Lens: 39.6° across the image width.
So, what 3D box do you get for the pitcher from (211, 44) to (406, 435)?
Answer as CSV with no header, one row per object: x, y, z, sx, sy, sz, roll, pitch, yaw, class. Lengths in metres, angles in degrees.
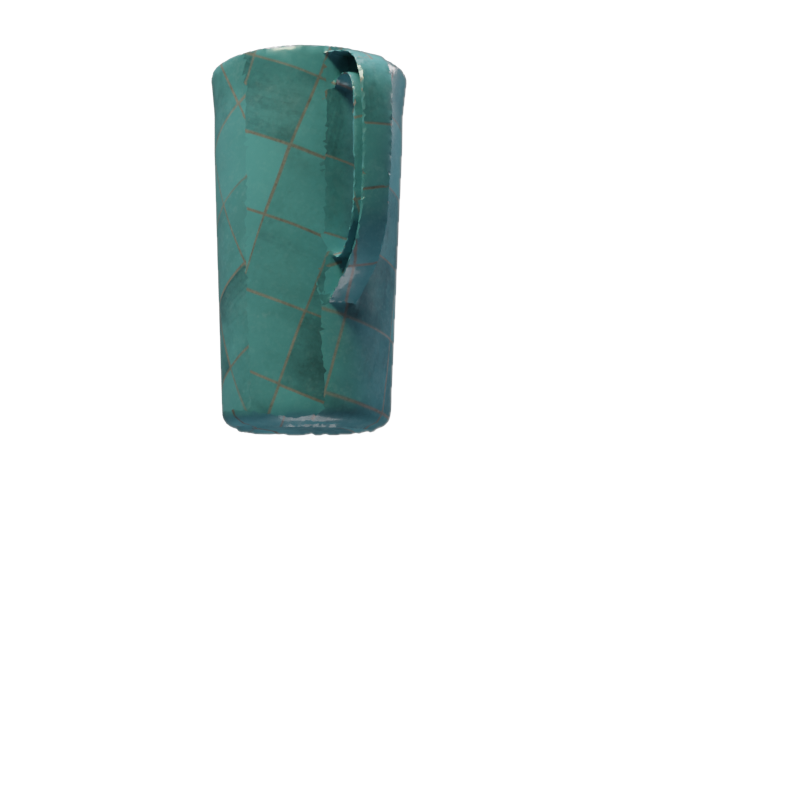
-0.057,-0.103,0.722,0.148,0.250,0.142,-4,-11,18,pitcher
